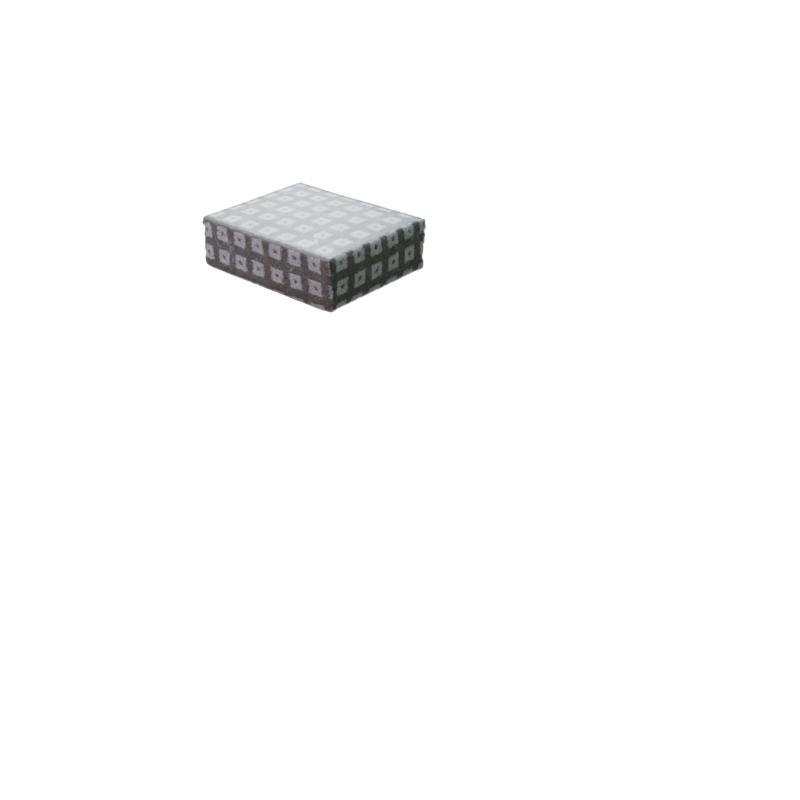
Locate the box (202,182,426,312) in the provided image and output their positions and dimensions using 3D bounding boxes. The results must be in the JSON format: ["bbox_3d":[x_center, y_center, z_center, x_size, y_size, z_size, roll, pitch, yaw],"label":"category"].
[{"bbox_3d":[-0.055,-0.100,0.700,0.120,0.037,0.090,24,37,35],"label":"box"}]
